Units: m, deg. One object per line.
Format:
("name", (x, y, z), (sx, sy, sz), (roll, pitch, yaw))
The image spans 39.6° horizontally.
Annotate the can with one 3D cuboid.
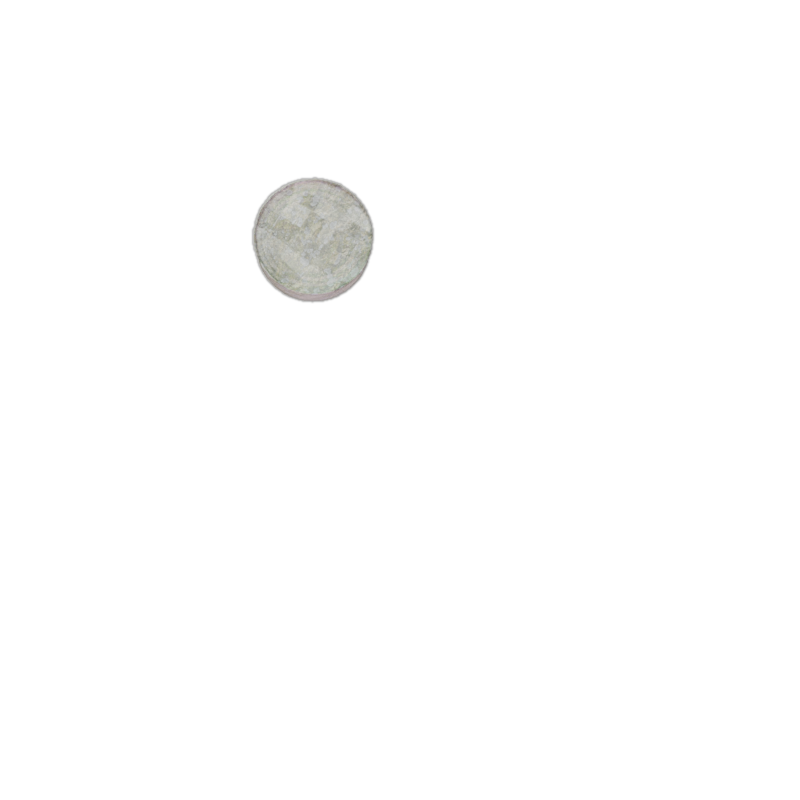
("can", (-0.063, -0.115, 0.806), (0.086, 0.089, 0.032), (0, -13, -1))
